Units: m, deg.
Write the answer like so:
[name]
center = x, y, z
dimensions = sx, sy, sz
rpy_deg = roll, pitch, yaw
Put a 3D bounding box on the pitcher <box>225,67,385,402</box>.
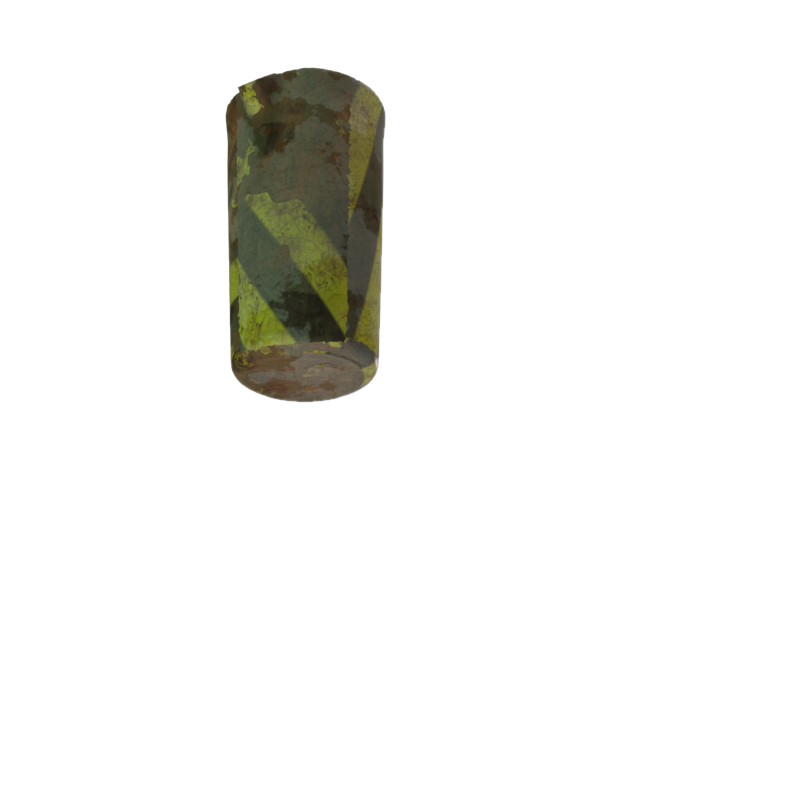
[pitcher]
center = -0.068, -0.124, 0.871
dimensions = 0.146, 0.258, 0.139
rpy_deg = 6, -29, -14
